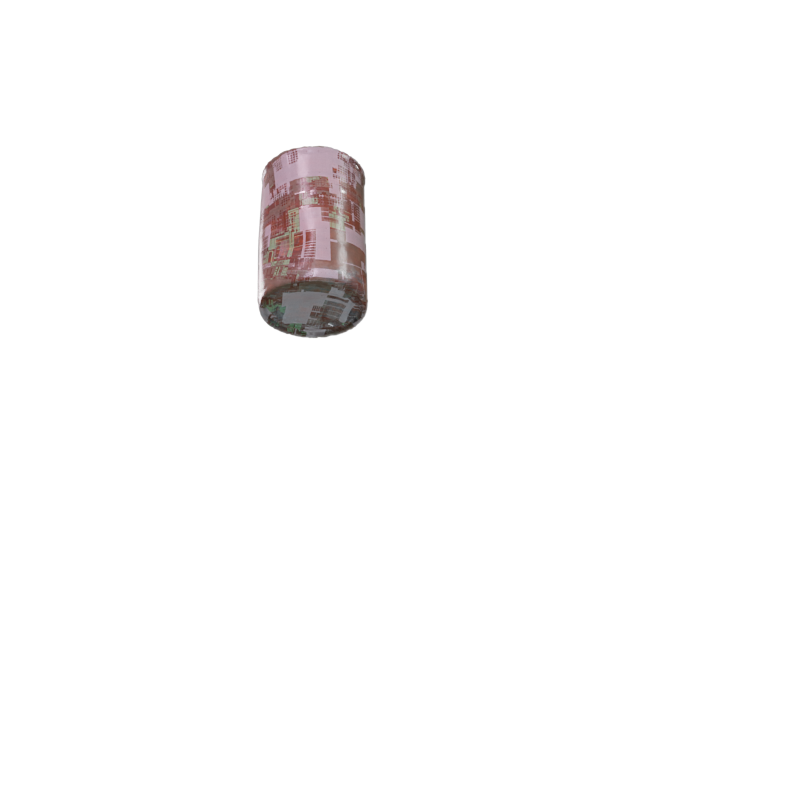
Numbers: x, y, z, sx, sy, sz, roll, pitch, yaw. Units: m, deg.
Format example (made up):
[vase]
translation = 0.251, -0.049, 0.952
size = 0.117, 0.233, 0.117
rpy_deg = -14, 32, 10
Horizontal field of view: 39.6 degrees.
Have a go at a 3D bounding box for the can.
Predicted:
[can]
translation = -0.054, -0.099, 0.694
size = 0.068, 0.109, 0.064
rpy_deg = -1, -33, -2
